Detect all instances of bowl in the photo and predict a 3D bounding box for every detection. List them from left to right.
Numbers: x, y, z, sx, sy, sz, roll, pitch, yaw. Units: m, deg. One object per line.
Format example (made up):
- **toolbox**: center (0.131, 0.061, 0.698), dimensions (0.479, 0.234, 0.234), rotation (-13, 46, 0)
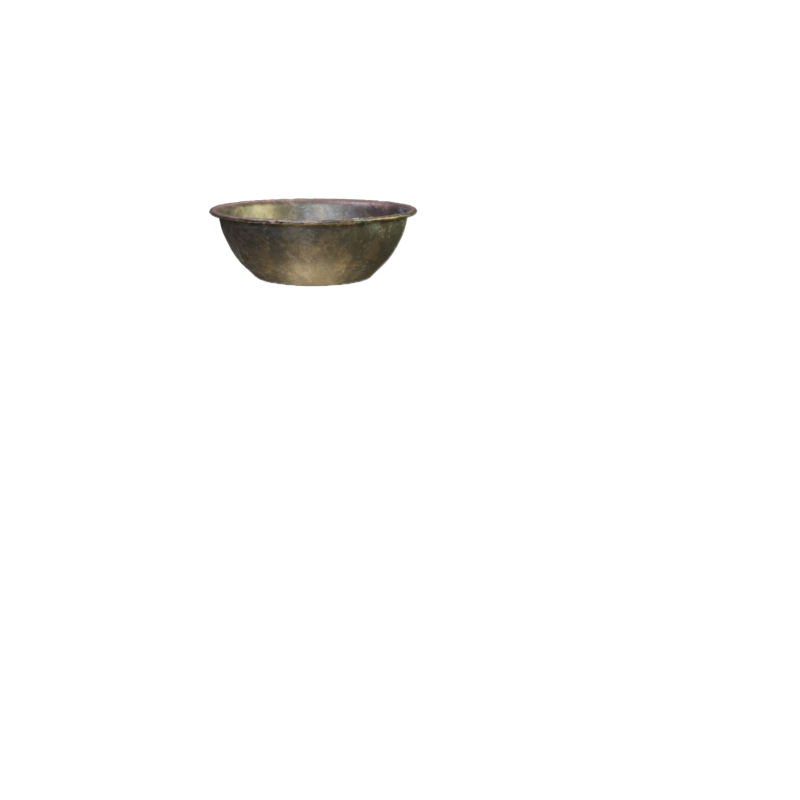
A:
- **bowl**: center (-0.068, -0.124, 0.865), dimensions (0.162, 0.053, 0.167), rotation (0, 15, -2)
